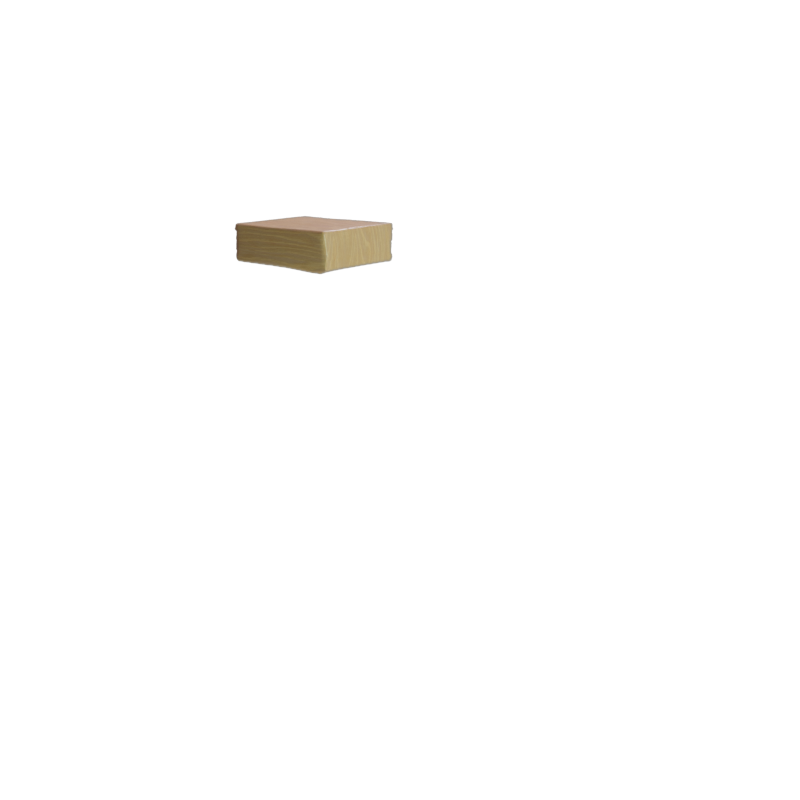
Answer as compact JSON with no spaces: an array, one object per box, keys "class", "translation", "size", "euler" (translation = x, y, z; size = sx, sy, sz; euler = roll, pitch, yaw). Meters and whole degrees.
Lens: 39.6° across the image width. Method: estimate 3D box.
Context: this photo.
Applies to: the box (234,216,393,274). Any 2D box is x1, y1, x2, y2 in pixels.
[{"class":"box","translation":[-0.077,-0.140,0.982],"size":[0.119,0.038,0.088],"euler":[14,21,40]}]
